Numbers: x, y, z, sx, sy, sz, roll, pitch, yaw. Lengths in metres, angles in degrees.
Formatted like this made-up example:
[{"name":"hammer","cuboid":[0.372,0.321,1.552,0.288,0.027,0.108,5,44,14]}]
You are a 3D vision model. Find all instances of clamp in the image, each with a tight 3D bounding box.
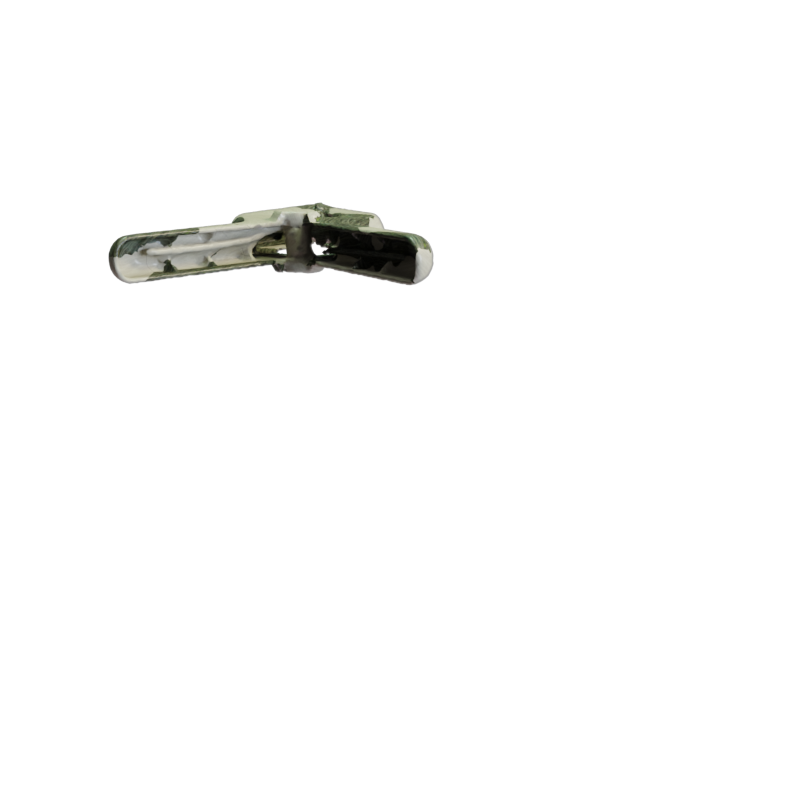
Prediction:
[{"name":"clamp","cuboid":[-0.050,-0.091,0.637,0.168,0.035,0.211,3,14,13]}]
